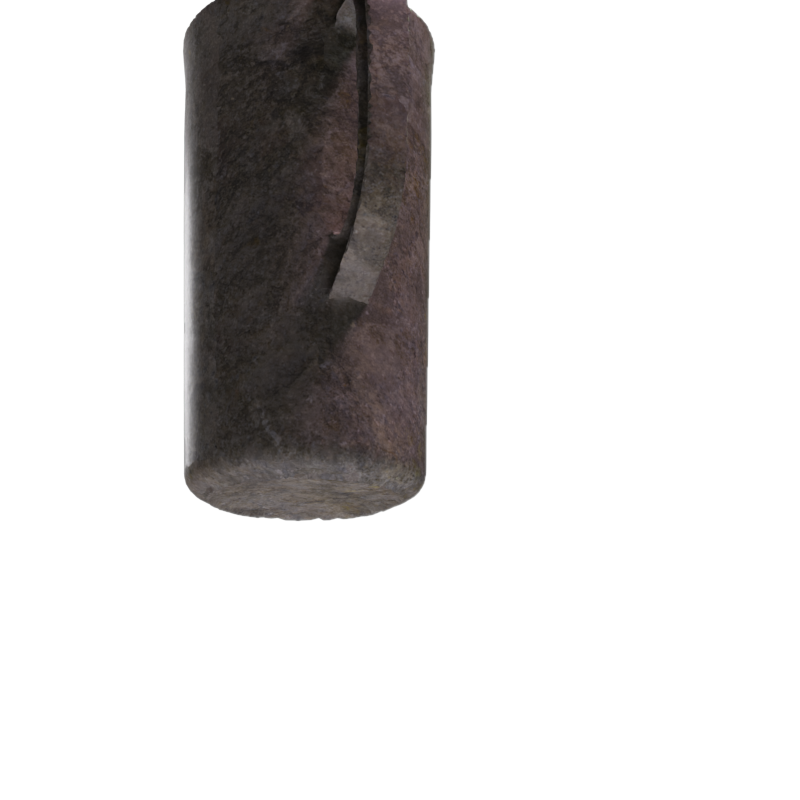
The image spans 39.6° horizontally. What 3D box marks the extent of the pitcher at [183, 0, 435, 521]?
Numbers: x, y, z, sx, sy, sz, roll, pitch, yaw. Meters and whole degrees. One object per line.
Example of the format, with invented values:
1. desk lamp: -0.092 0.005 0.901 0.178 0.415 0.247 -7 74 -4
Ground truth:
1. pitcher: -0.042 -0.076 0.531 0.147 0.256 0.139 -10 -24 20
